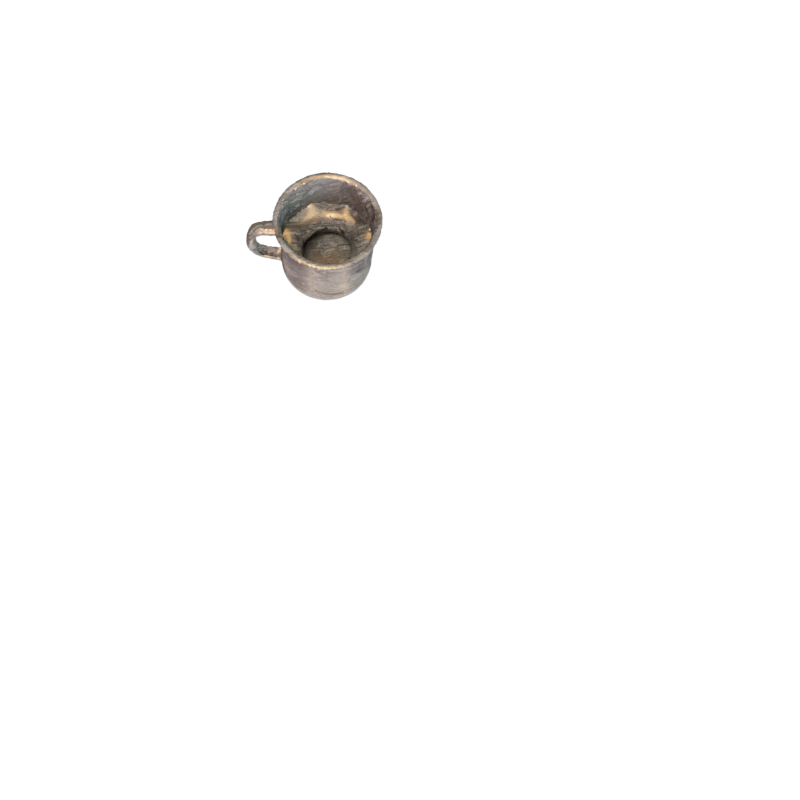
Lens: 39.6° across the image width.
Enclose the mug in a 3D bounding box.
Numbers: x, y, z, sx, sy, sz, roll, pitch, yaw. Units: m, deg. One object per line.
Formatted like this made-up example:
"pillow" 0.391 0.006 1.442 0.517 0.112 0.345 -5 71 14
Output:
"mug" -0.076 -0.138 0.970 0.117 0.099 0.077 -2 -24 -2
